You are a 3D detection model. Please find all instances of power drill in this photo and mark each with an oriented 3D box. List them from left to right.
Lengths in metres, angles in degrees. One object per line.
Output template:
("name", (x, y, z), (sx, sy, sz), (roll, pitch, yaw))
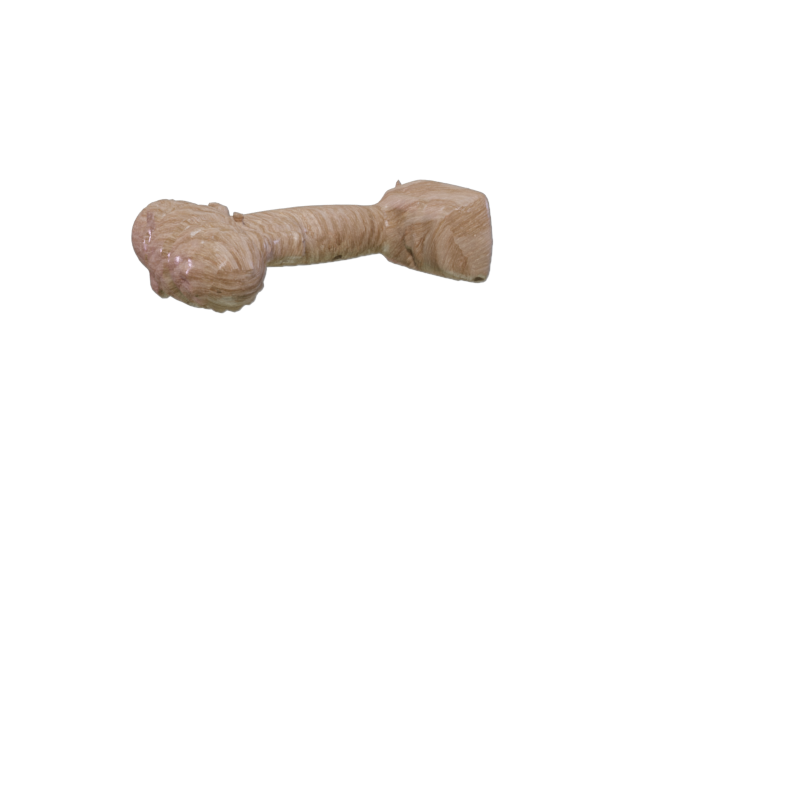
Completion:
("power drill", (-0.048, -0.088, 0.615), (0.184, 0.056, 0.194), (-6, 17, -19))
